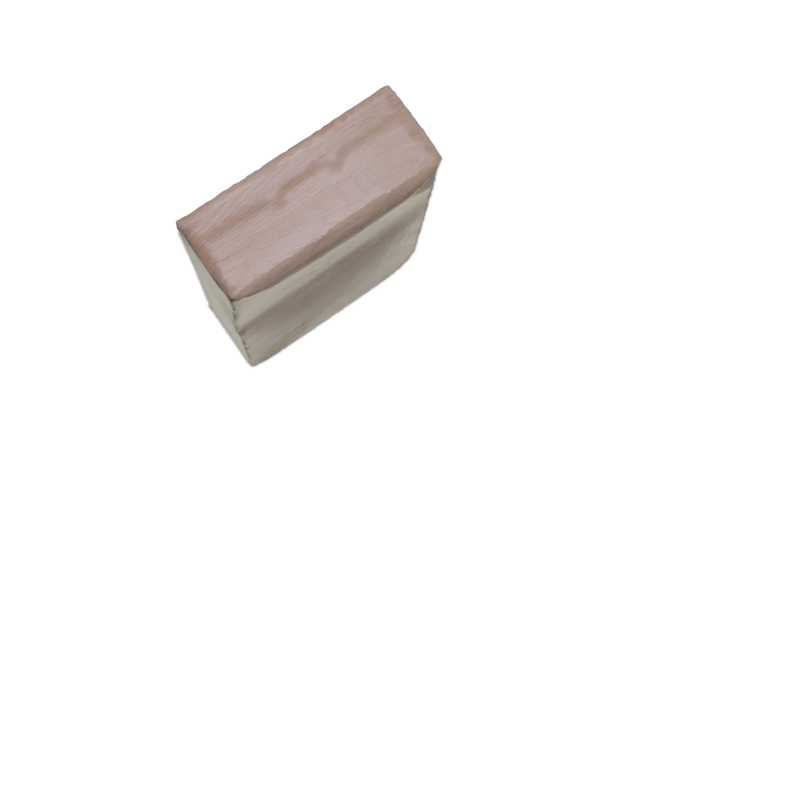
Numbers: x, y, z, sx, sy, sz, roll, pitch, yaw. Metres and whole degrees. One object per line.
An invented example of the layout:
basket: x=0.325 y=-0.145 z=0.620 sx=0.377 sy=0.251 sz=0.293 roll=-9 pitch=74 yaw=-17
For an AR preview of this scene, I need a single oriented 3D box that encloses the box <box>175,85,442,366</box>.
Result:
box: x=-0.061 y=-0.112 z=0.784 sx=0.164 sy=0.074 sz=0.208 roll=-36 pitch=-6 yaw=-9
